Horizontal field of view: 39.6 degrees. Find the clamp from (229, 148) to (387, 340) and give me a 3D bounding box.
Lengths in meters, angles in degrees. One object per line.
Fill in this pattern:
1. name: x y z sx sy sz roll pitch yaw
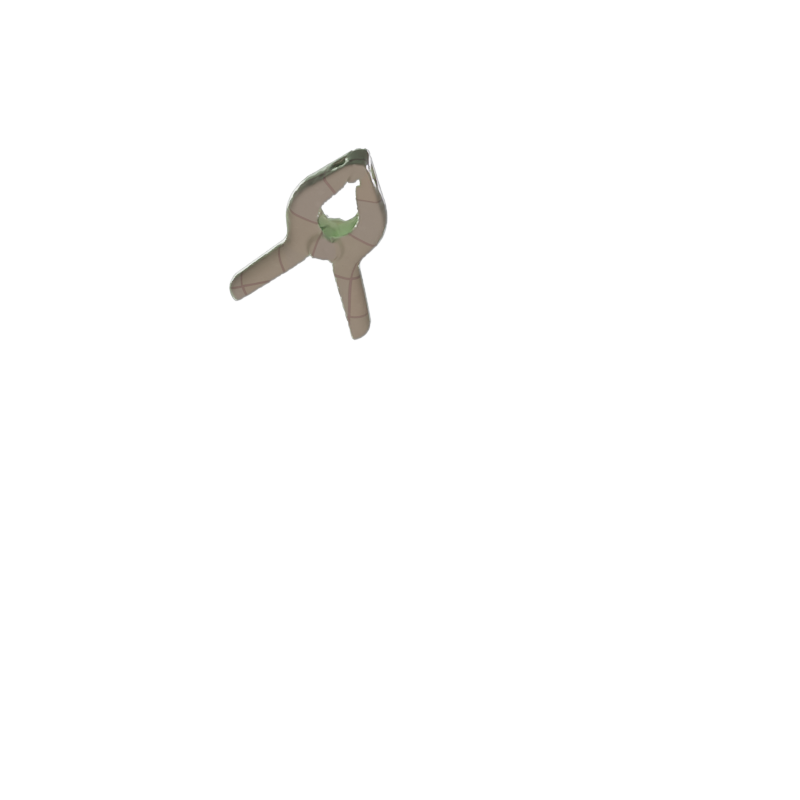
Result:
1. clamp: -0.069 -0.126 0.880 0.119 0.162 0.042 9 35 -7
